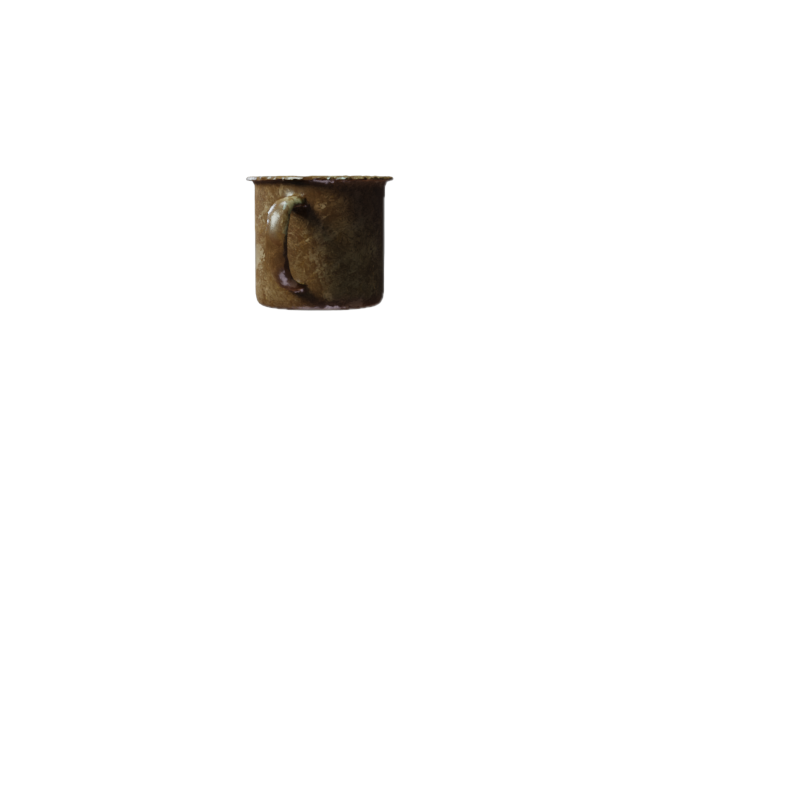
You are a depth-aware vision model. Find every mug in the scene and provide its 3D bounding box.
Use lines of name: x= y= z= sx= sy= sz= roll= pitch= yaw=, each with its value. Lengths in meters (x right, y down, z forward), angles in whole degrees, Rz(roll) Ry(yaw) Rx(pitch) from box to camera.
mug: x=-0.054 y=-0.098 z=0.690 sx=0.095 sy=0.081 sz=0.116 roll=2 pitch=8 yaw=16
